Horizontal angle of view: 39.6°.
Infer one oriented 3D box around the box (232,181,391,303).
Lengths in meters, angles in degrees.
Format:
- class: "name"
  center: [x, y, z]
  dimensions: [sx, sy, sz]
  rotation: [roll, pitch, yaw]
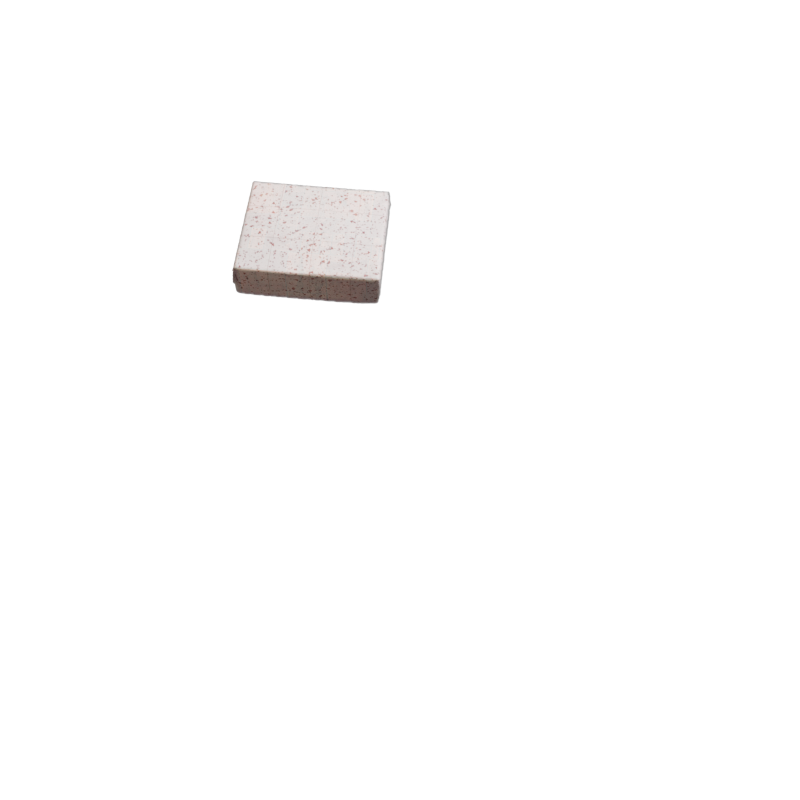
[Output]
- class: "box"
  center: [-0.067, -0.123, 0.861]
  dimensions: [0.114, 0.096, 0.036]
  rotation: [6, -35, 3]
